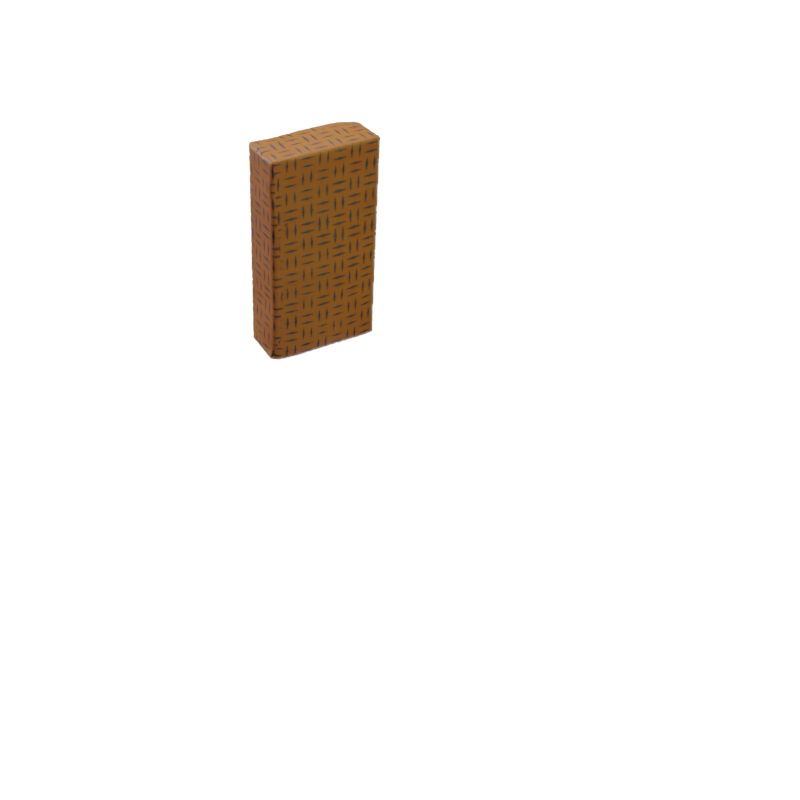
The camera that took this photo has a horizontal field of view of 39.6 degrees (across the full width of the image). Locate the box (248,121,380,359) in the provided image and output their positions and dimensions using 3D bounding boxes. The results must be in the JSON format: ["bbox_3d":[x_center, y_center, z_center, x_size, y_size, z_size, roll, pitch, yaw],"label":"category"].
[{"bbox_3d":[-0.067,-0.122,0.854,0.092,0.166,0.052,-16,35,-27],"label":"box"}]
